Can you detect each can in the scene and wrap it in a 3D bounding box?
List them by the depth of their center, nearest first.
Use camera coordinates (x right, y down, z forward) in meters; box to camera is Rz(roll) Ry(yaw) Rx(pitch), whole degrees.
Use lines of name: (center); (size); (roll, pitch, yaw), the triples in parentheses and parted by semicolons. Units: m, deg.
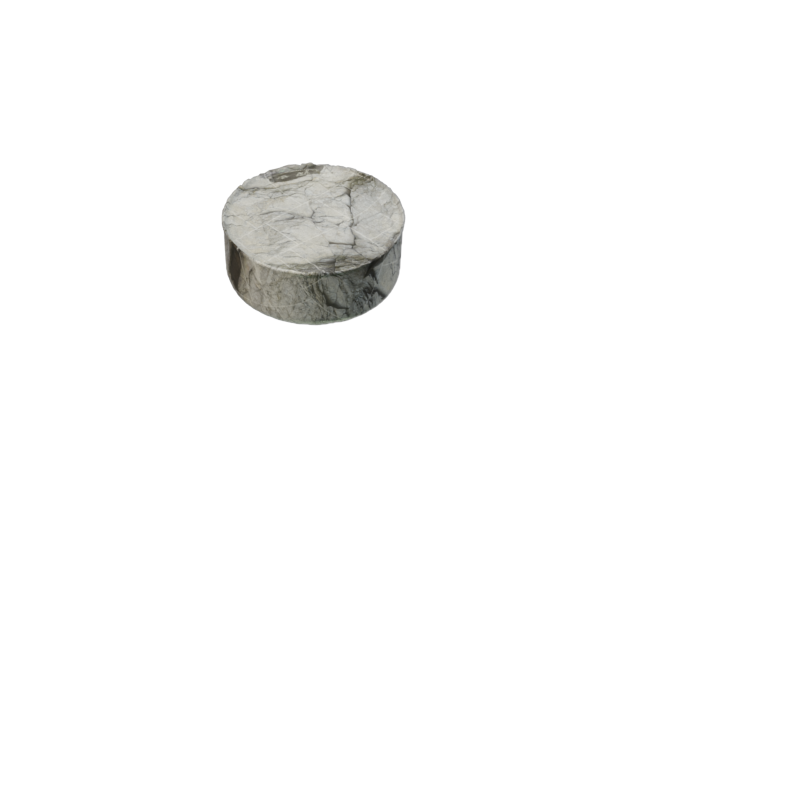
can: (-0.041, -0.075, 0.528); (0.086, 0.031, 0.092); (-1, 43, -2)
